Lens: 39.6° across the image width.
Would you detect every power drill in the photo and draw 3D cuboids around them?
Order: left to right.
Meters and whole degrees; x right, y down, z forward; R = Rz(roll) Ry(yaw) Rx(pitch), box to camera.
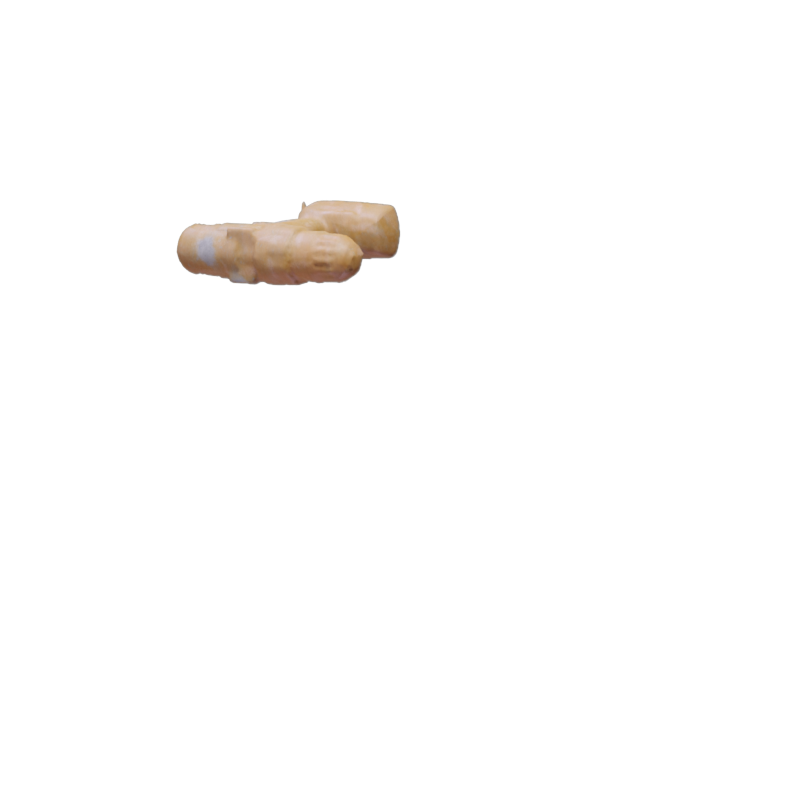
[{"bbox_3d":[-0.078,-0.142,0.997,0.193,0.056,0.185,10,18,32],"label":"power drill"}]
